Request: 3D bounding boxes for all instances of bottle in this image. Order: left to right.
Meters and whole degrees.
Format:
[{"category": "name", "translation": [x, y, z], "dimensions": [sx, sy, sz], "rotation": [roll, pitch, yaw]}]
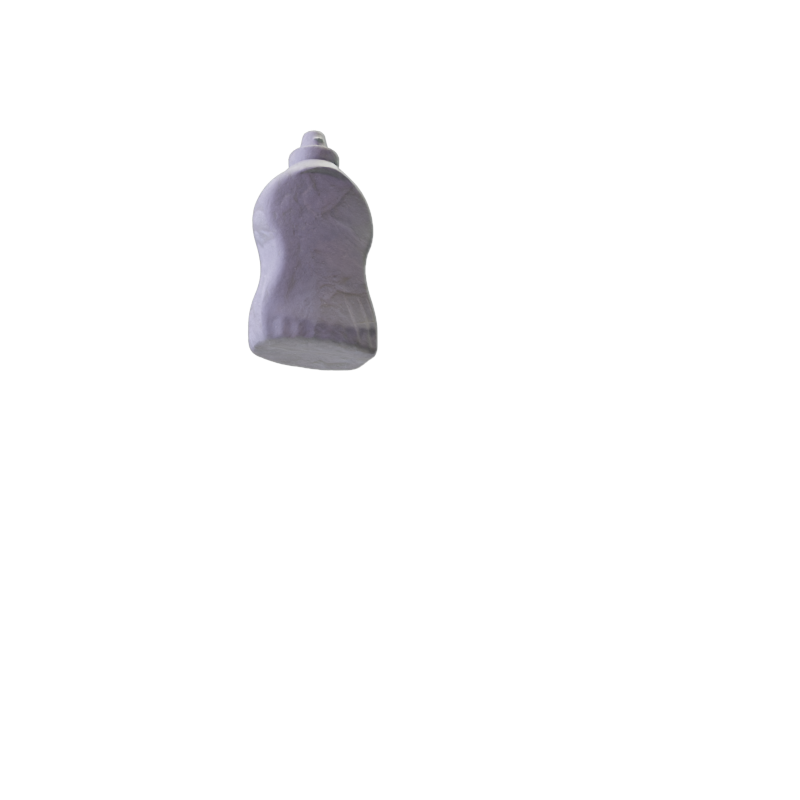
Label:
[{"category": "bottle", "translation": [-0.067, -0.123, 0.860], "dimensions": [0.093, 0.202, 0.057], "rotation": [8, -26, -21]}]
